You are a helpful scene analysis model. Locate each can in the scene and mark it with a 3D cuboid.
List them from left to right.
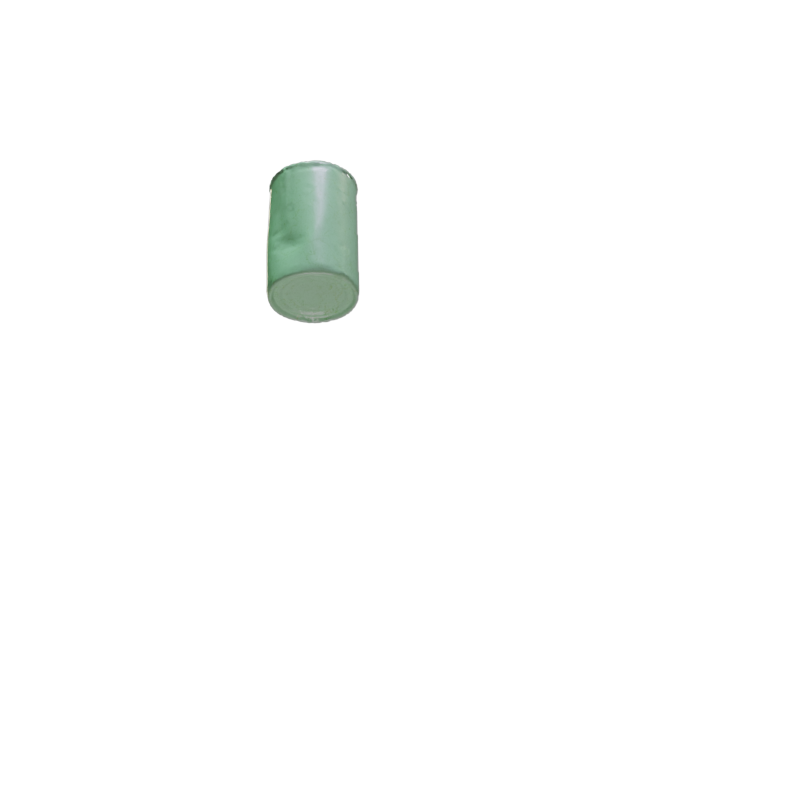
[{"bbox_3d":[-0.064,-0.117,0.819,0.068,0.109,0.064,-1,-34,-2],"label":"can"}]
